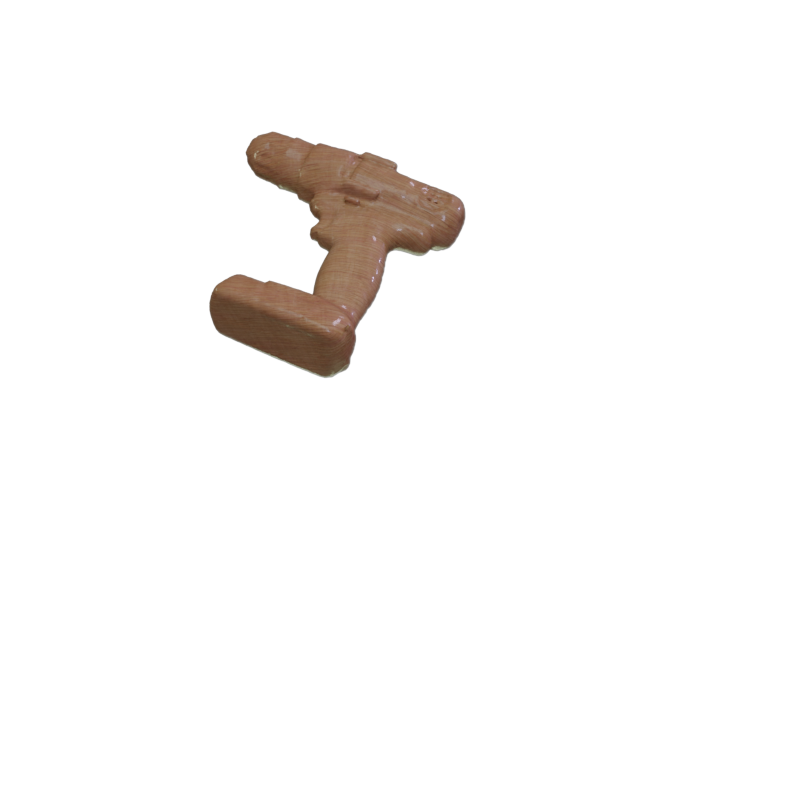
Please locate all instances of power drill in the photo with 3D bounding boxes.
[{"bbox_3d":[-0.065,-0.118,0.829,0.191,0.195,0.053,20,-36,15],"label":"power drill"}]
